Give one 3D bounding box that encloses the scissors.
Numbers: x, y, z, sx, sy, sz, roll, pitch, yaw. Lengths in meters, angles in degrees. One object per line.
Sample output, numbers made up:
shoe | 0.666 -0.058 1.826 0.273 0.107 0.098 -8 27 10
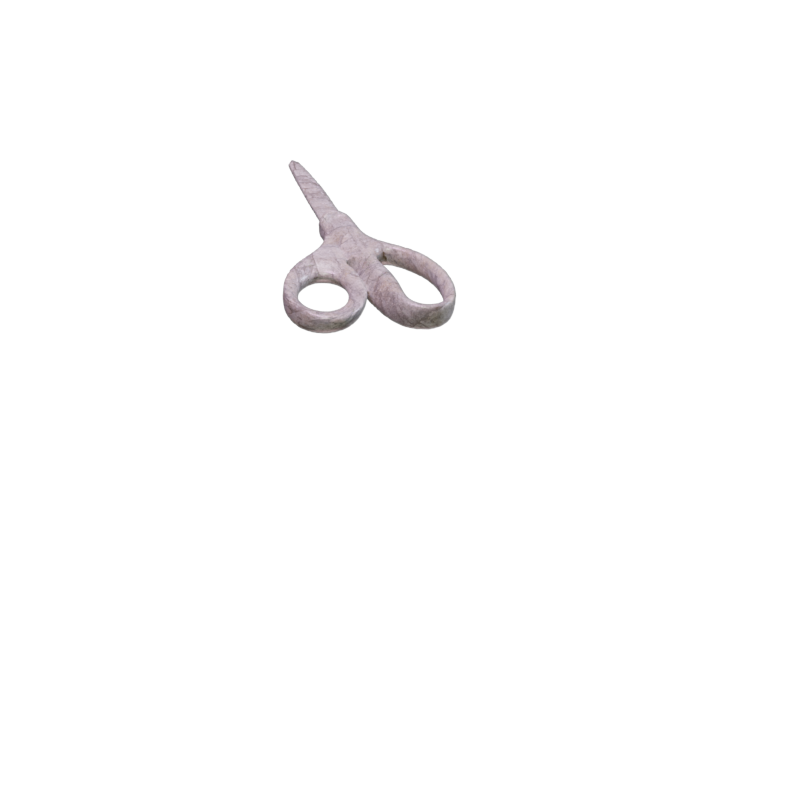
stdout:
scissors | -0.049 -0.089 0.621 0.095 0.015 0.217 -19 38 -26
